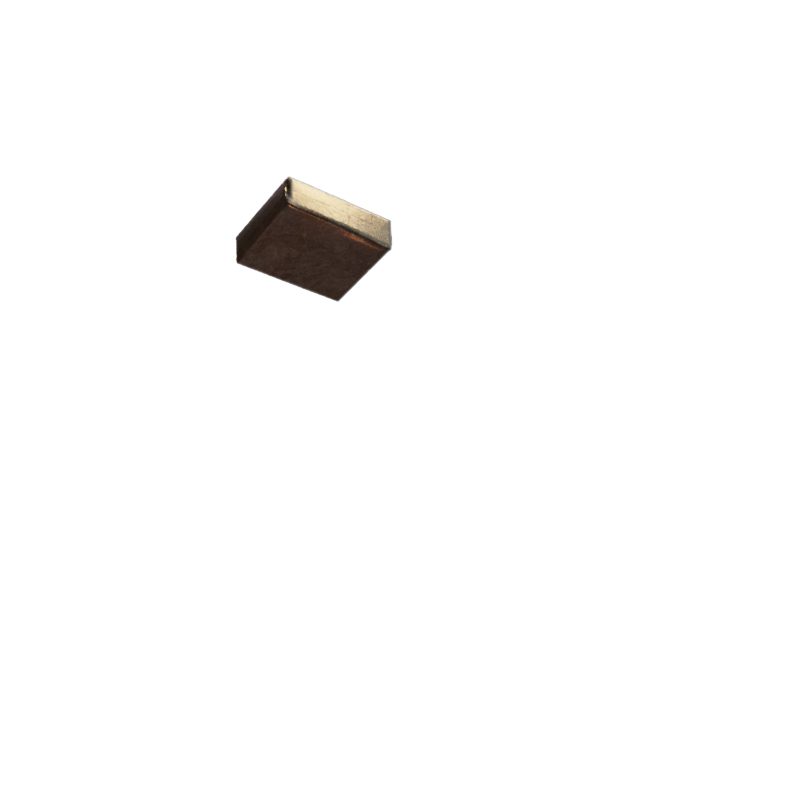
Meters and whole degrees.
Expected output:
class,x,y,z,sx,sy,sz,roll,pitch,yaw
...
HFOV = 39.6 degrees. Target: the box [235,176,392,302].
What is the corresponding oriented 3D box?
class,x,y,z,sx,sy,sz,roll,pitch,yaw
box,-0.077,-0.141,0.986,0.108,0.042,0.088,23,-44,-26
